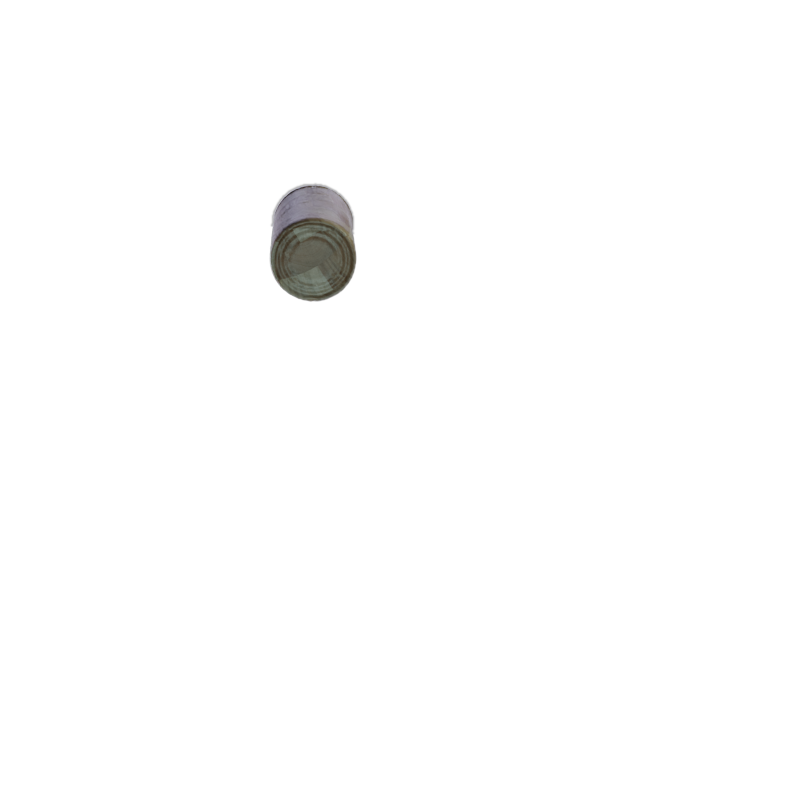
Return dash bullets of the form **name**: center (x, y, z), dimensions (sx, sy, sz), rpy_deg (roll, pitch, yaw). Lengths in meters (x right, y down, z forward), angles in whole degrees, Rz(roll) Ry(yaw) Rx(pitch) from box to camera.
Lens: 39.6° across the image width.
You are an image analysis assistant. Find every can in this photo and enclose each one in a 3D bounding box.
- **can**: center (-0.069, -0.126, 0.884), dimensions (0.068, 0.065, 0.107), rpy_deg (0, 23, -3)
